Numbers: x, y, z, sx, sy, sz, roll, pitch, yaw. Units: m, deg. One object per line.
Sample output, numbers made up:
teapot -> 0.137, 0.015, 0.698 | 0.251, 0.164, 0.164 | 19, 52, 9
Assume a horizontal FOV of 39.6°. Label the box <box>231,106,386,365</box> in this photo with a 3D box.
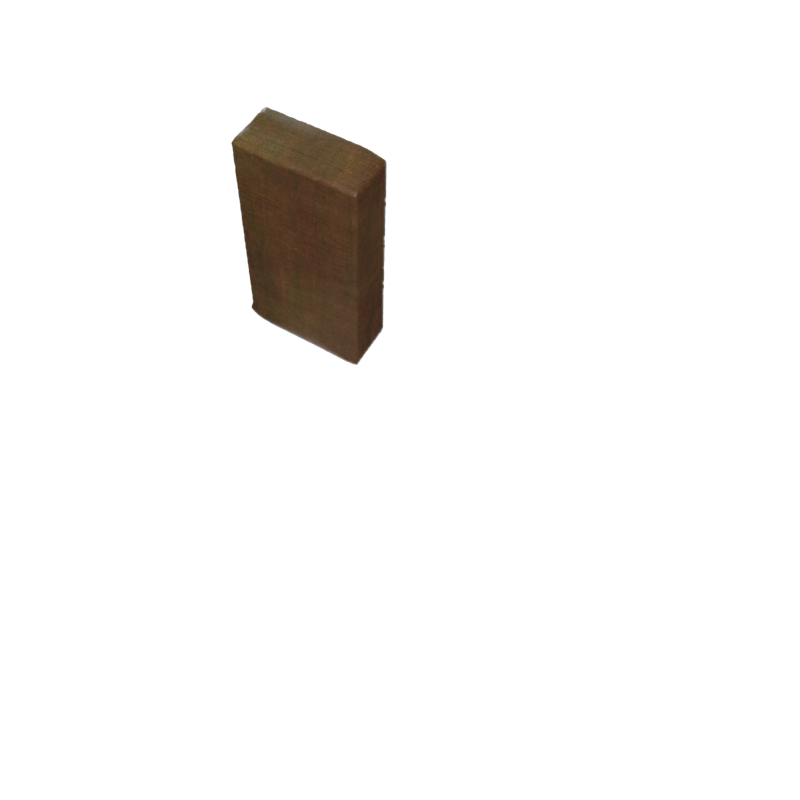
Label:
box -> -0.058, -0.106, 0.739 | 0.097, 0.049, 0.164 | 28, -34, 17
